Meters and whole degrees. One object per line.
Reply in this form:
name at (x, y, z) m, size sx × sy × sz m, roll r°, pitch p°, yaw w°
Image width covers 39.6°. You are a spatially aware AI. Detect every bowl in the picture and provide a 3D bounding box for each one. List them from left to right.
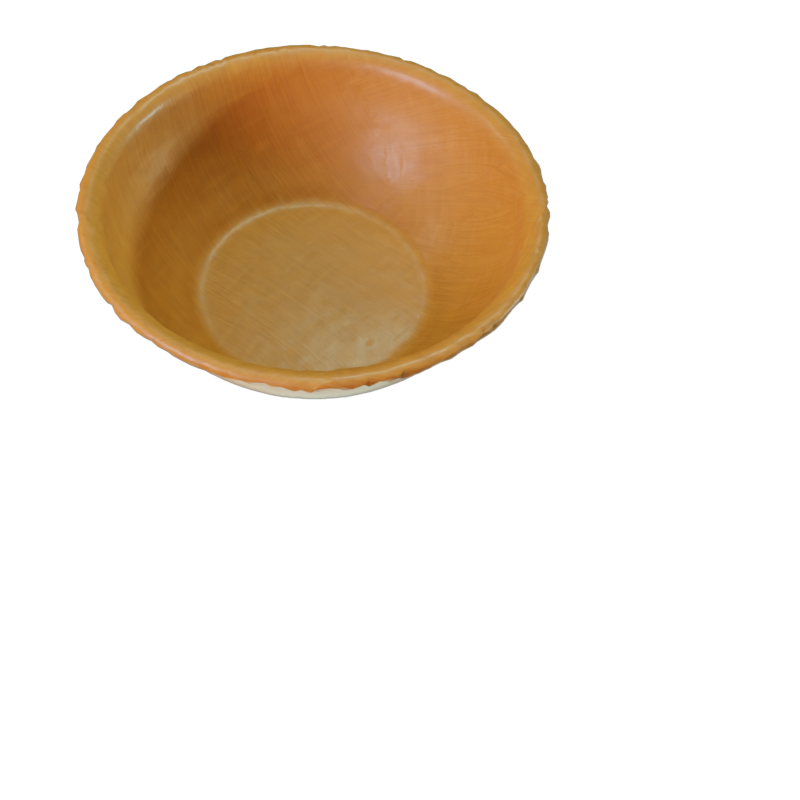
bowl at (-0.031, -0.057, 0.400) m, size 0.162 × 0.174 × 0.051 m, roll -1°, pitch -38°, yaw -1°
